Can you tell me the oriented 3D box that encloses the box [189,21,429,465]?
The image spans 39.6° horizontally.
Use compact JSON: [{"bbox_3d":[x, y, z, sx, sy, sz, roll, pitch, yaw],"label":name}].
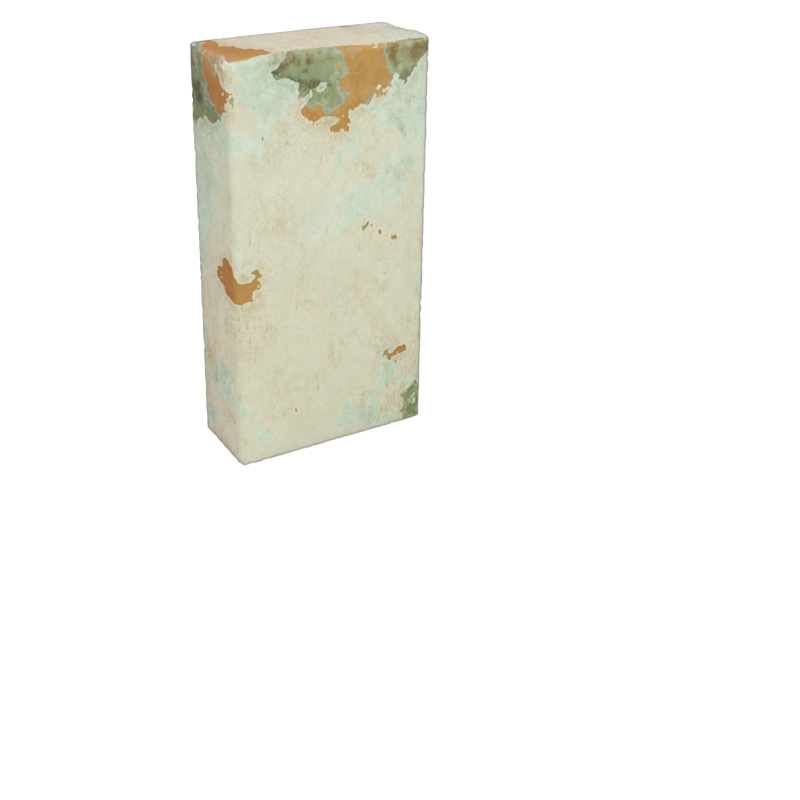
[{"bbox_3d":[-0.037,-0.068,0.474,0.092,0.167,0.052,-13,29,-28],"label":"box"}]
